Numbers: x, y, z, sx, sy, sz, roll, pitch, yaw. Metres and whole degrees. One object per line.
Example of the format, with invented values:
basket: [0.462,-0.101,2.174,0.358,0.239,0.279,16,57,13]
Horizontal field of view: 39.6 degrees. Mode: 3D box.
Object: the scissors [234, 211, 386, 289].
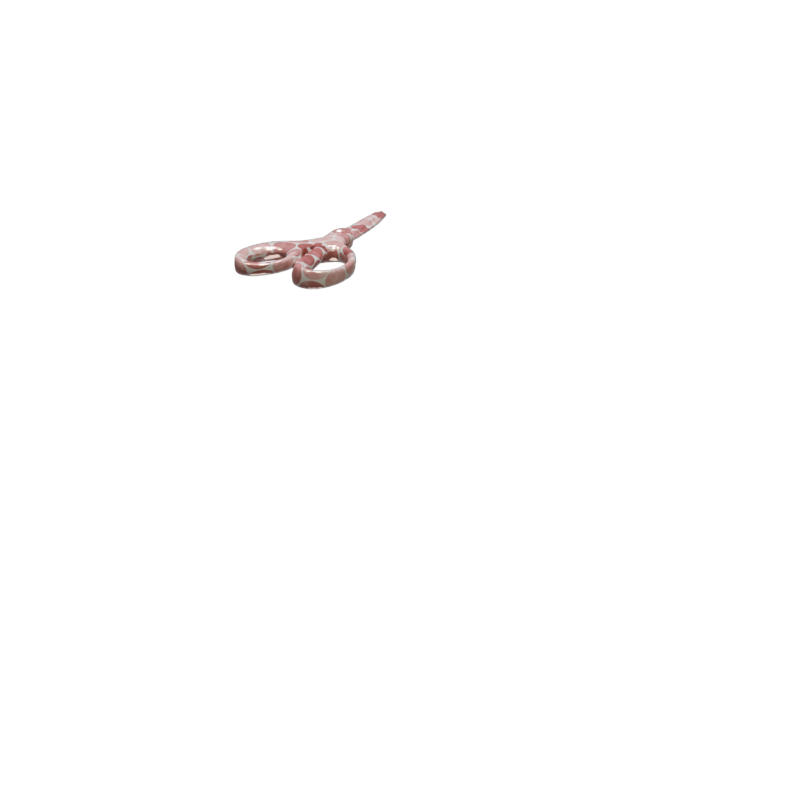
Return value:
scissors: [-0.066,-0.121,0.846,0.097,0.015,0.209,2,22,4]
